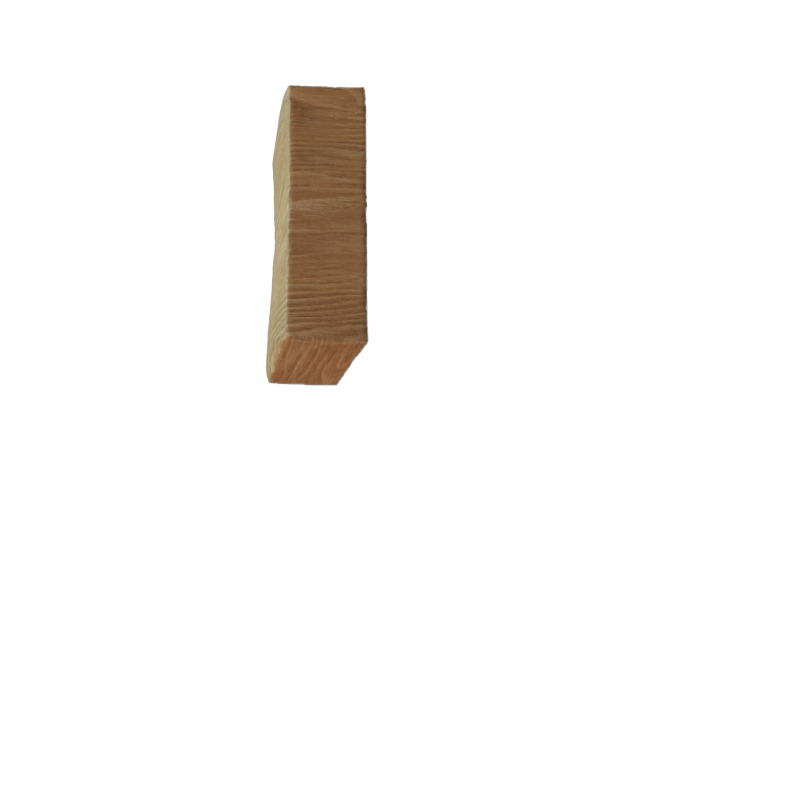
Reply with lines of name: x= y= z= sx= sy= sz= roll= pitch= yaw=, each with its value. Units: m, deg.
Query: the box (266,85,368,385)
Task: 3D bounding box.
box: x=-0.072 y=-0.132 z=0.926 sx=0.071 sy=0.223 sz=0.160 roll=2 pitch=-15 yaw=-10
